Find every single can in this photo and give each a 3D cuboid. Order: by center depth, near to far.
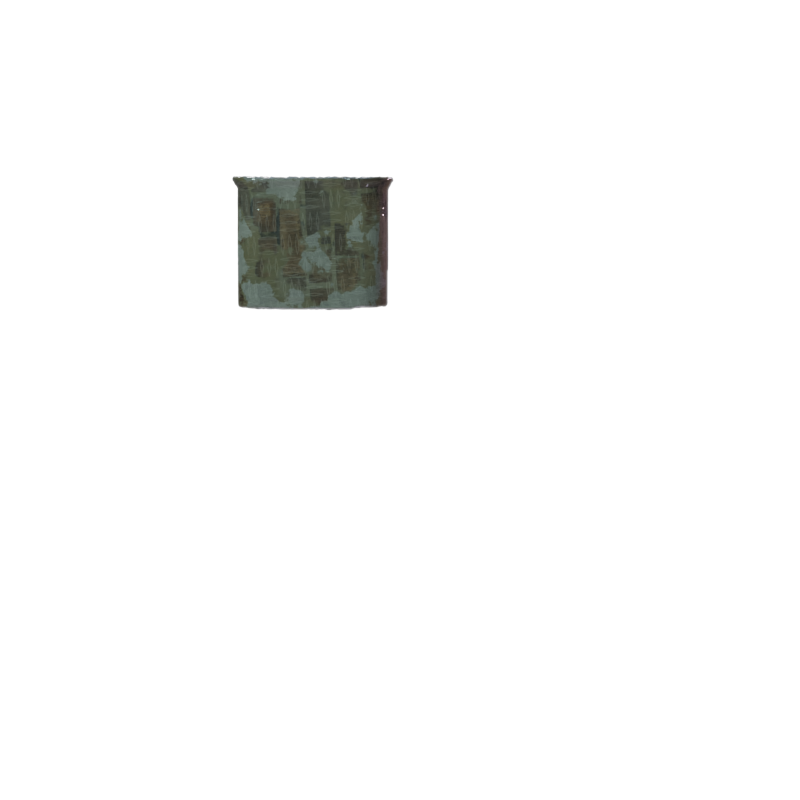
[{"bbox_3d":[-0.056,-0.102,0.716,0.103,0.083,0.058,1,5,5],"label":"can"}]
